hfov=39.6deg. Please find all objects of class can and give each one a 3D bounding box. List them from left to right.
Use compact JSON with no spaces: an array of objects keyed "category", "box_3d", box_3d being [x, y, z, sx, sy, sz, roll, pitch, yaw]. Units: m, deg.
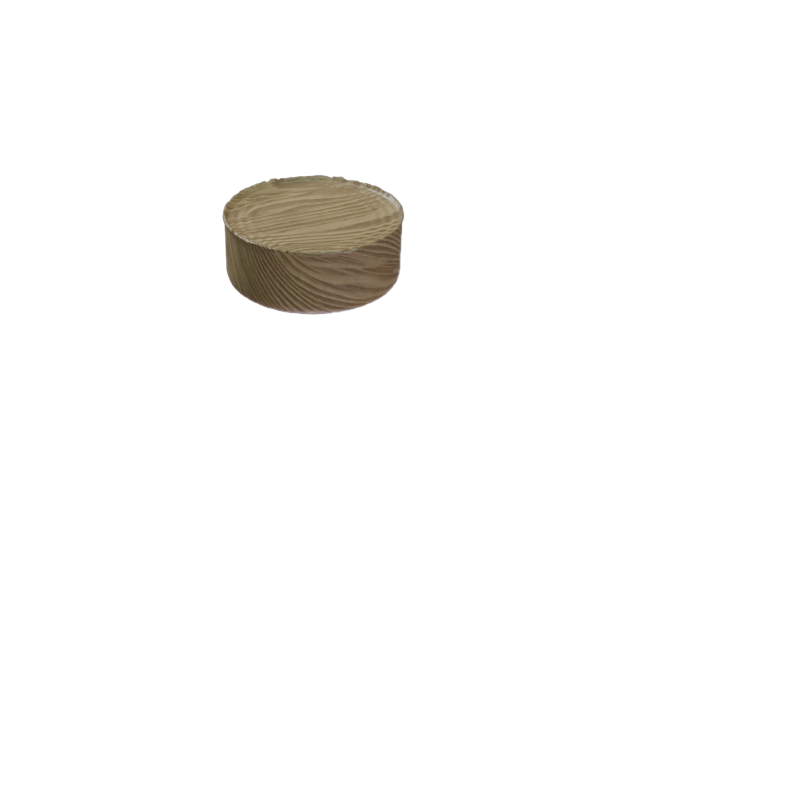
[{"category":"can","box_3d":[-0.042,-0.076,0.531,0.086,0.032,0.091,-1,32,-2]}]
